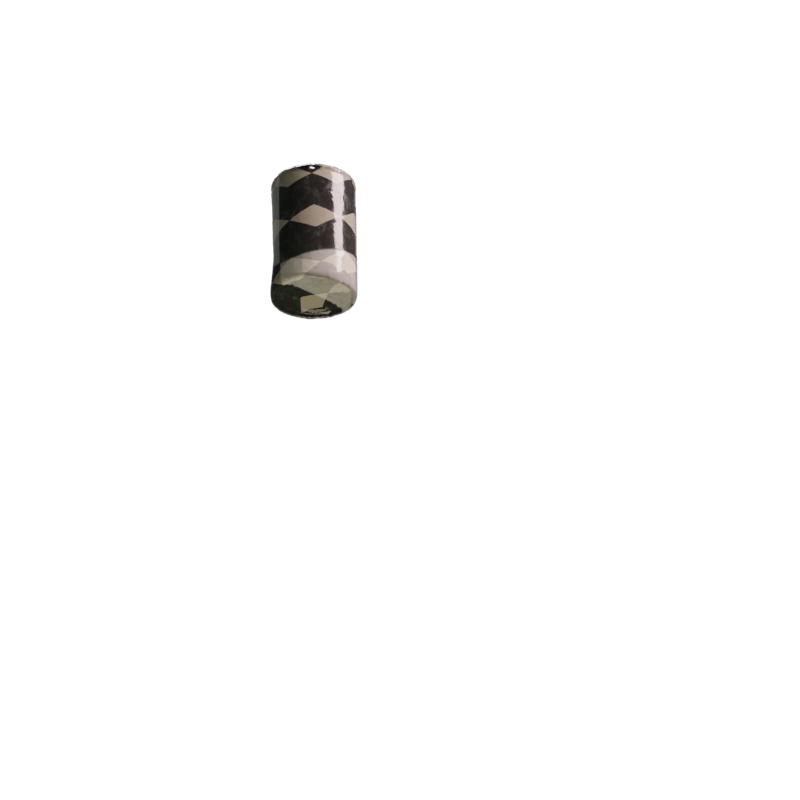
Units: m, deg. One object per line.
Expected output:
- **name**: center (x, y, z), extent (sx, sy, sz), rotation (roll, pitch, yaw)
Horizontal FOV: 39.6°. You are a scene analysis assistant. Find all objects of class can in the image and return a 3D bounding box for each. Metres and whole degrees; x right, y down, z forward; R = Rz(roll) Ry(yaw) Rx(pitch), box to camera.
- **can**: center (-0.067, -0.123, 0.859), extent (0.068, 0.109, 0.064), rotation (0, -29, -2)
